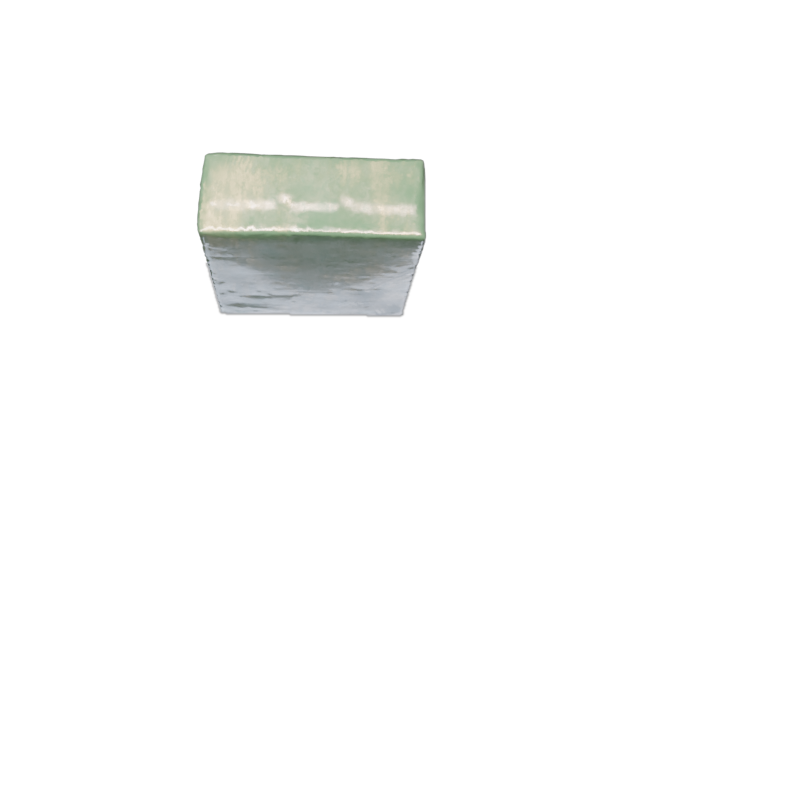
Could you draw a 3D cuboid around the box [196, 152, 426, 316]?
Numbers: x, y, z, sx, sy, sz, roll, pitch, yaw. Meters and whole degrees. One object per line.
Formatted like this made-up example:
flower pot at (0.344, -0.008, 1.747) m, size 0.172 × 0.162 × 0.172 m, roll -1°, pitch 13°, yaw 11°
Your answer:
box at (-0.070, -0.127, 0.890) m, size 0.164 × 0.075 × 0.206 m, roll 2°, pitch -13°, yaw -2°
